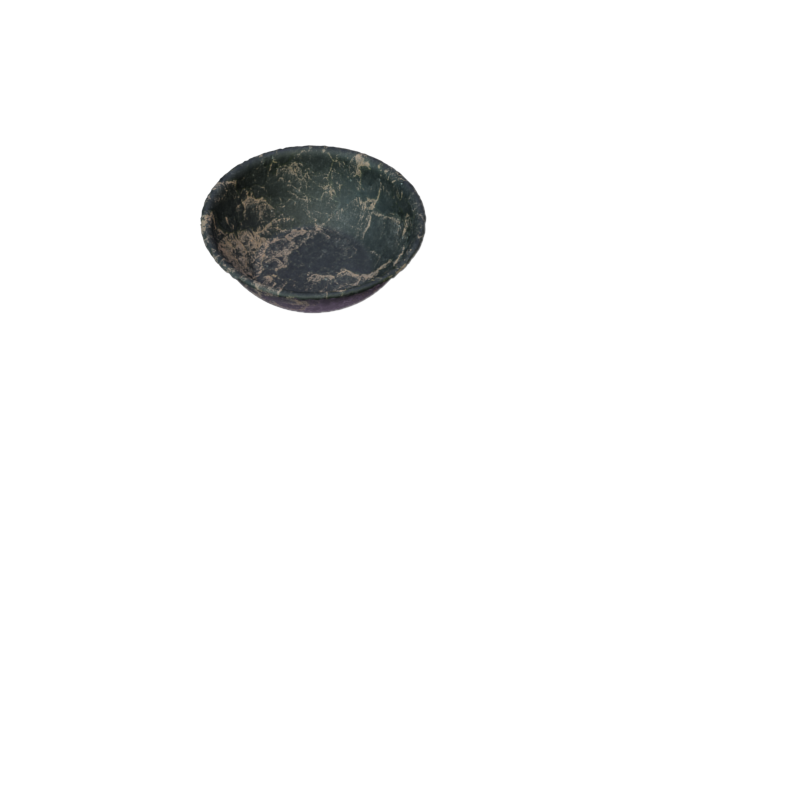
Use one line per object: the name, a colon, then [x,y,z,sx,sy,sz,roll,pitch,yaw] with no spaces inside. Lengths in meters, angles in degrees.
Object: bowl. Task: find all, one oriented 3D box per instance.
bowl: [-0.064,-0.116,0.811,0.162,0.174,0.051,-1,-42,-1]
